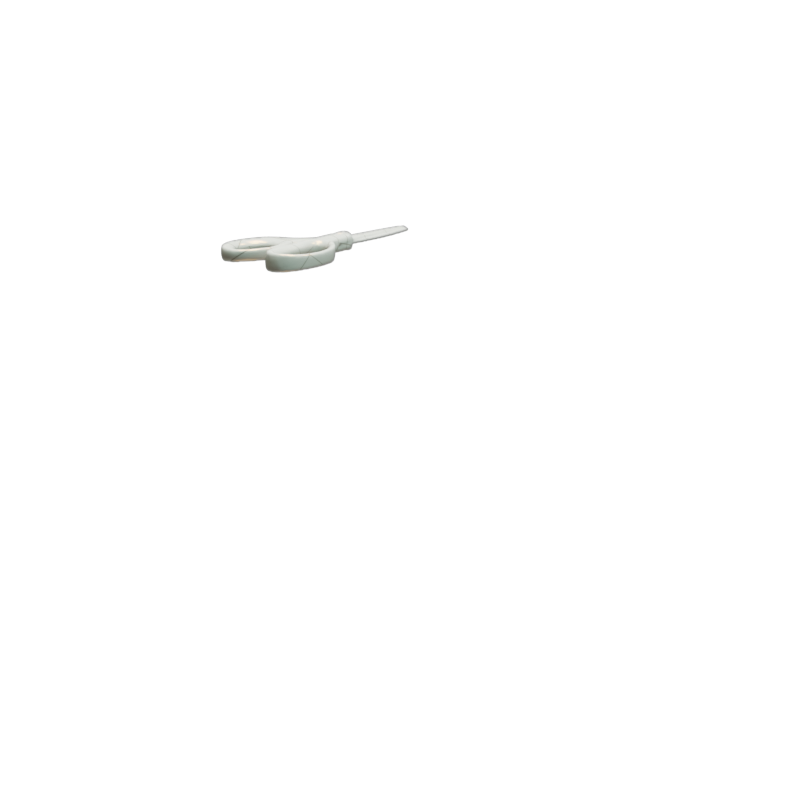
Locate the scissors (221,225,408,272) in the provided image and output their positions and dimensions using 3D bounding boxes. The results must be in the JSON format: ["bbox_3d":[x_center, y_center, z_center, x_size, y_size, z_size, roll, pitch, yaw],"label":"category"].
[{"bbox_3d":[-0.069,-0.125,0.878,0.099,0.015,0.202,5,17,18],"label":"scissors"}]
